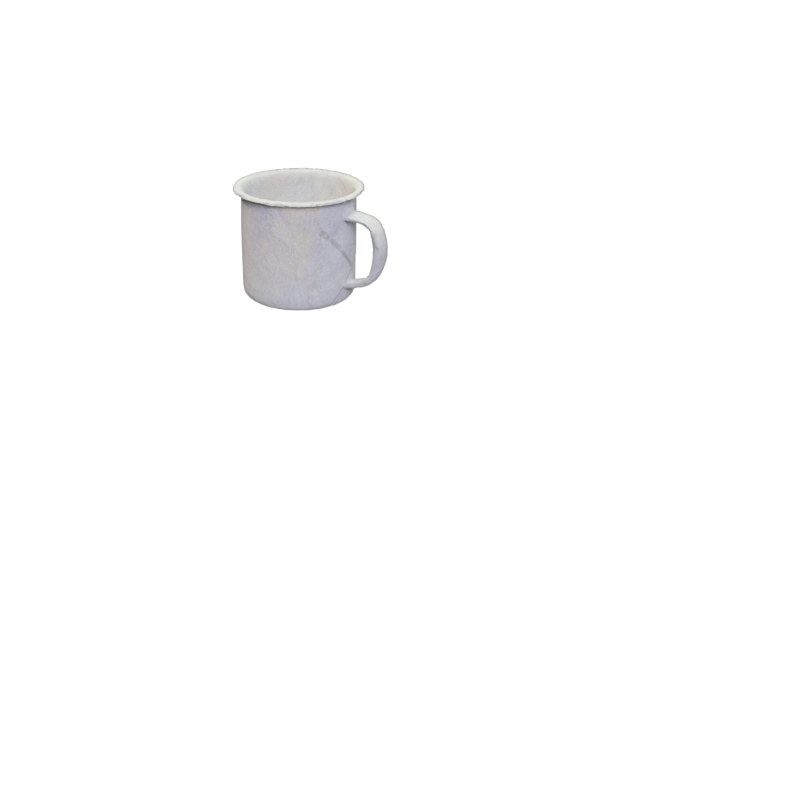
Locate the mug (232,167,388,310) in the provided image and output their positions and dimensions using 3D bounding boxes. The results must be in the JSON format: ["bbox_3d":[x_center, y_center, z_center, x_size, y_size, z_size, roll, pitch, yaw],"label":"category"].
[{"bbox_3d":[-0.062,-0.113,0.788,0.122,0.078,0.094,13,26,25],"label":"mug"}]
